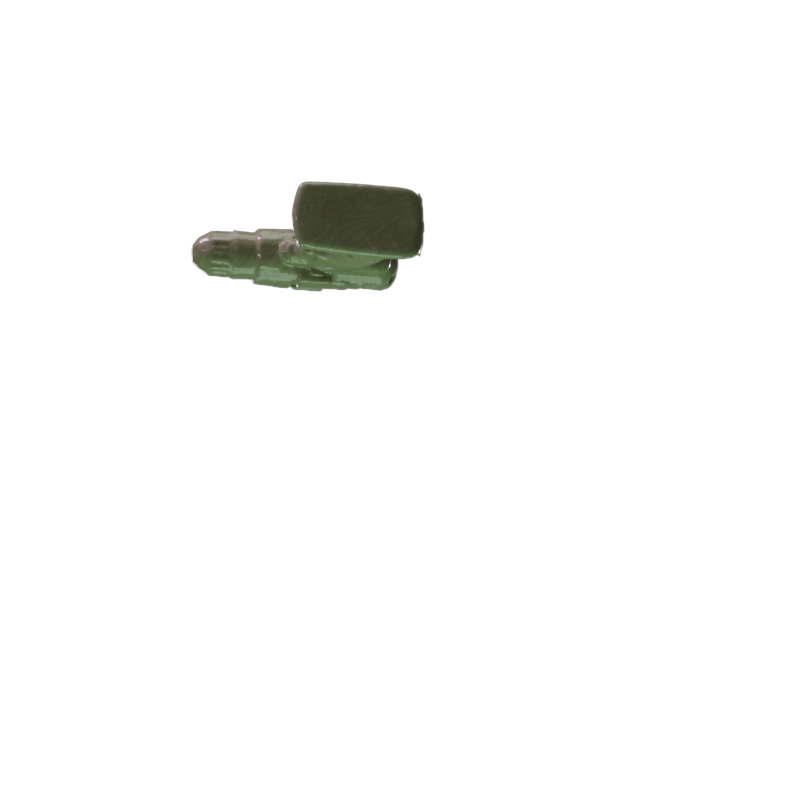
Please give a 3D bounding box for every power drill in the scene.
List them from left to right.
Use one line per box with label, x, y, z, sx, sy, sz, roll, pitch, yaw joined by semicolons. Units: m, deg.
power drill;-0.072;-0.131;0.917;0.181;0.058;0.188;1;-4;-16
